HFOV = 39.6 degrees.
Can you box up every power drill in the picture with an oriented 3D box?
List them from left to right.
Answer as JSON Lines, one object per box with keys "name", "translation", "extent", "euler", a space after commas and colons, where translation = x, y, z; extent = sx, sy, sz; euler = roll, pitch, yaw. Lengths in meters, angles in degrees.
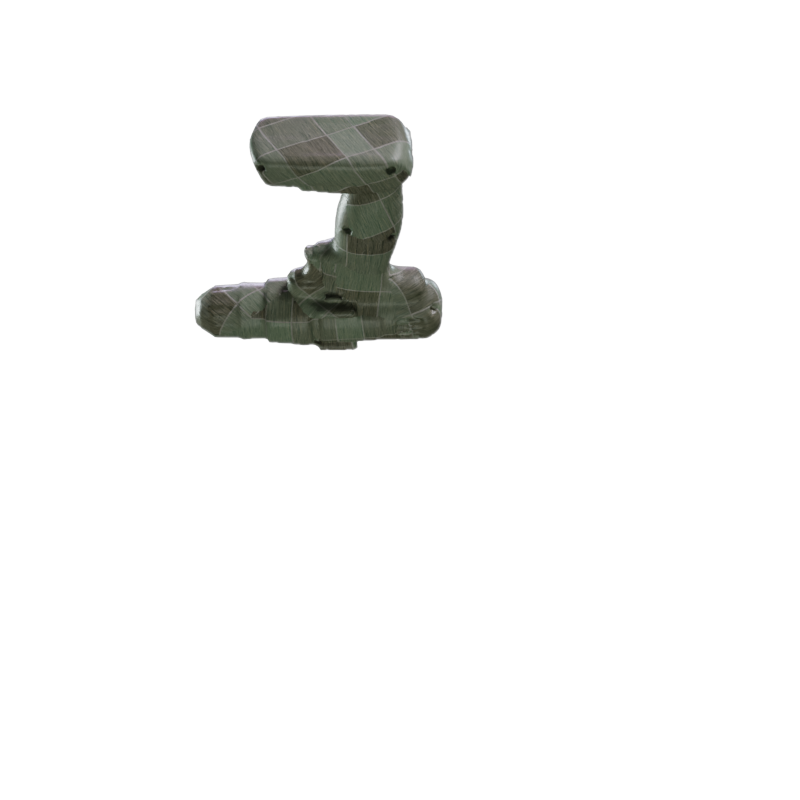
{"name": "power drill", "translation": [-0.061, -0.112, 0.781], "extent": [0.185, 0.062, 0.174], "euler": [-1, -42, 1]}
